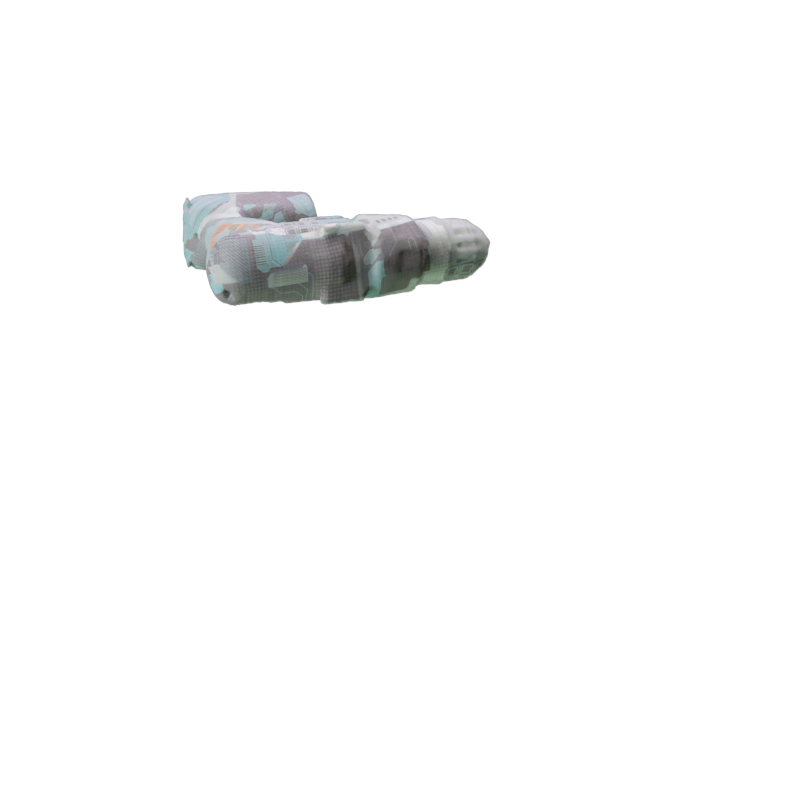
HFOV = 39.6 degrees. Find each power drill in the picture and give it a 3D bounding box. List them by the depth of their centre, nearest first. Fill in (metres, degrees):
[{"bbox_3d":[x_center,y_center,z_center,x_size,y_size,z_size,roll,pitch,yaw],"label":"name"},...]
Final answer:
[{"bbox_3d":[-0.058,-0.106,0.746,0.180,0.056,0.197,-6,15,-23],"label":"power drill"}]
